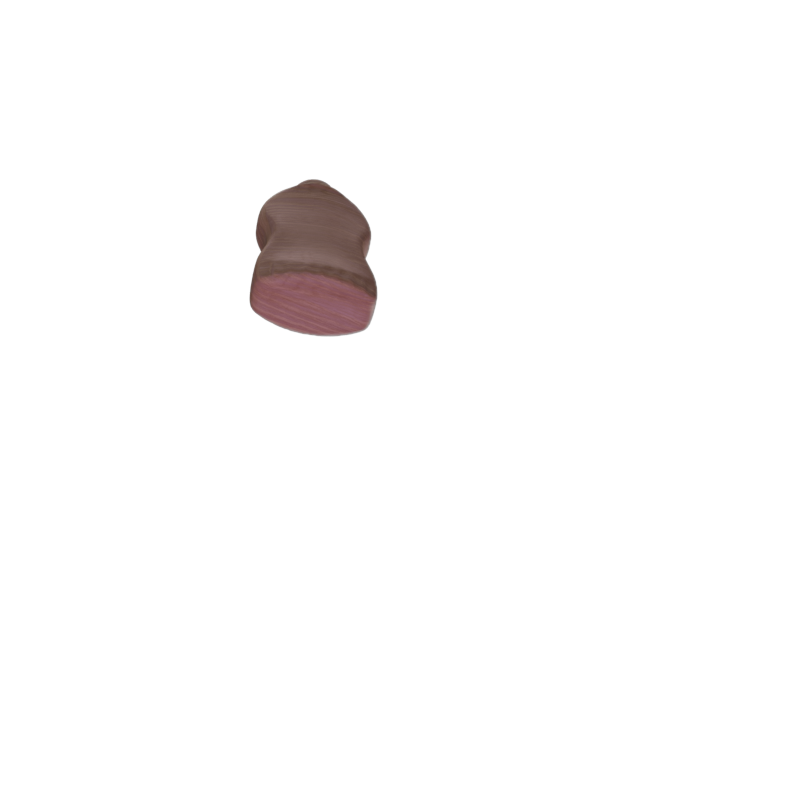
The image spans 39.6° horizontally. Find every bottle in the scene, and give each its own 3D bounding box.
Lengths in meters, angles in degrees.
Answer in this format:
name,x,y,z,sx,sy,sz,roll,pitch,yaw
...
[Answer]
name,x,y,z,sx,sy,sz,roll,pitch,yaw
bottle,-0.072,-0.130,0.915,0.095,0.055,0.205,7,36,-8
